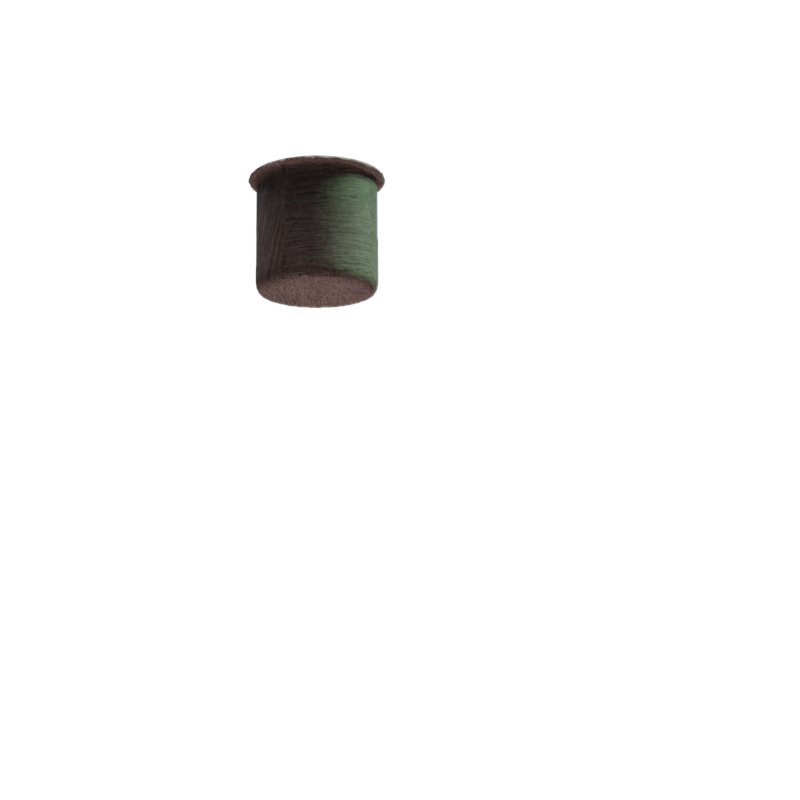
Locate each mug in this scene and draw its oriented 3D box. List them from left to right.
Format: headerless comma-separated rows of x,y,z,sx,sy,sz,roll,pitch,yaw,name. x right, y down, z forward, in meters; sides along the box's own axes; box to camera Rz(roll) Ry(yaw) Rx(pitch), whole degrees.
-0.059,-0.108,0.756,0.091,0.084,0.115,3,-13,-15,mug
